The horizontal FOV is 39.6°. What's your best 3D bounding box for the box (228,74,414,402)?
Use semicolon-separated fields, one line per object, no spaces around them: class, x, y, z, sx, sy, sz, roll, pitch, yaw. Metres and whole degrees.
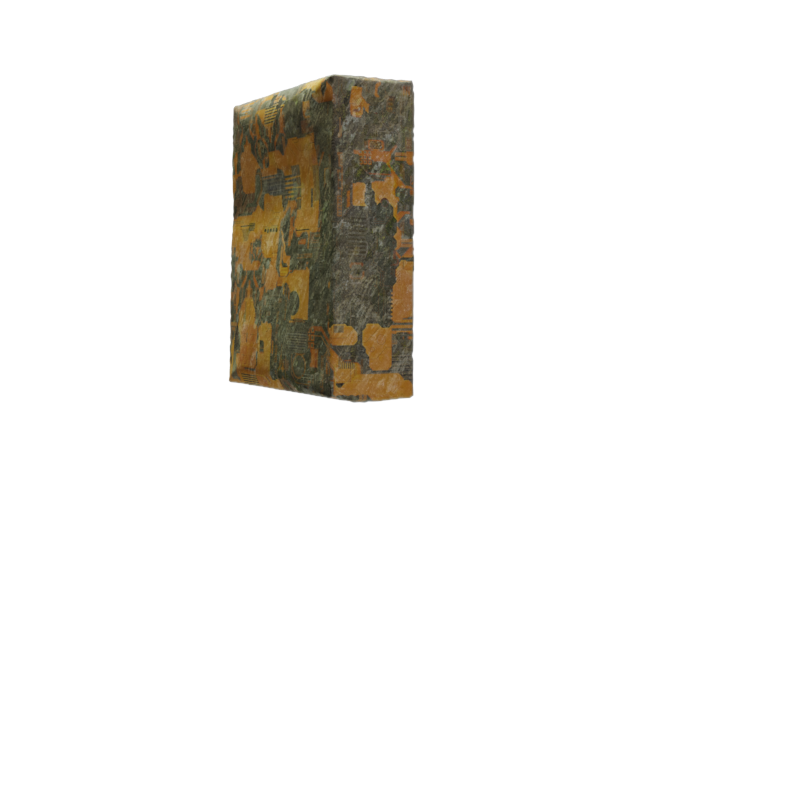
box;-0.062;-0.113;0.789;0.069;0.214;0.170;1;1;-31
